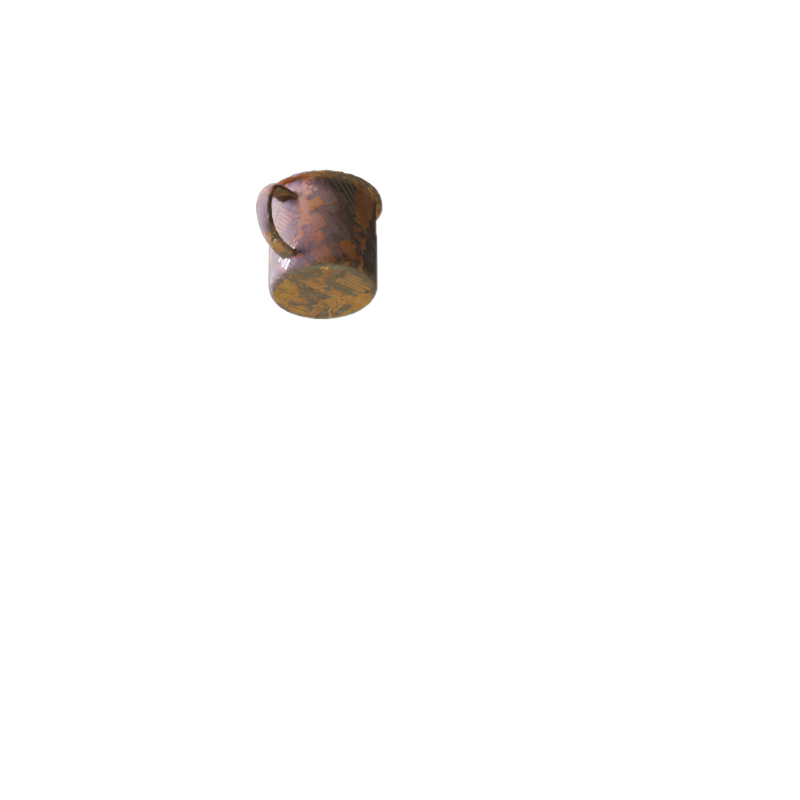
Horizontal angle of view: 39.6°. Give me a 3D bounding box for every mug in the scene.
[{"bbox_3d":[-0.065,-0.119,0.832,0.094,0.087,0.109,-20,-35,29],"label":"mug"}]
